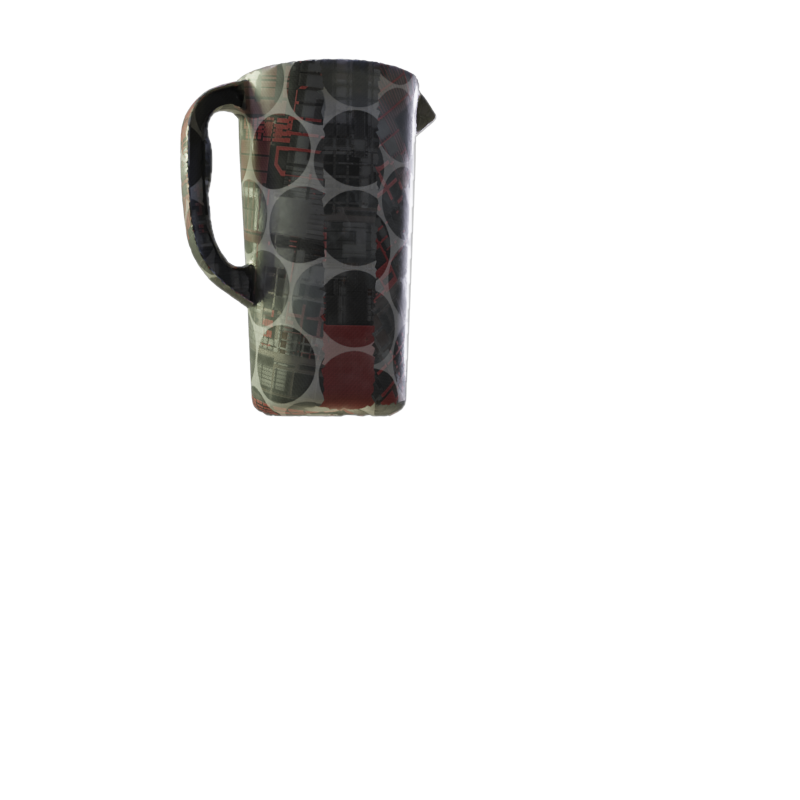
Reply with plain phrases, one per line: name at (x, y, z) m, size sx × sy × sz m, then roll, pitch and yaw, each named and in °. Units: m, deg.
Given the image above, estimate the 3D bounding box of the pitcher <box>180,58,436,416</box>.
pitcher at (-0.061, -0.112, 0.783) m, size 0.153 × 0.247 × 0.139 m, roll -3°, pitch -6°, yaw 23°
